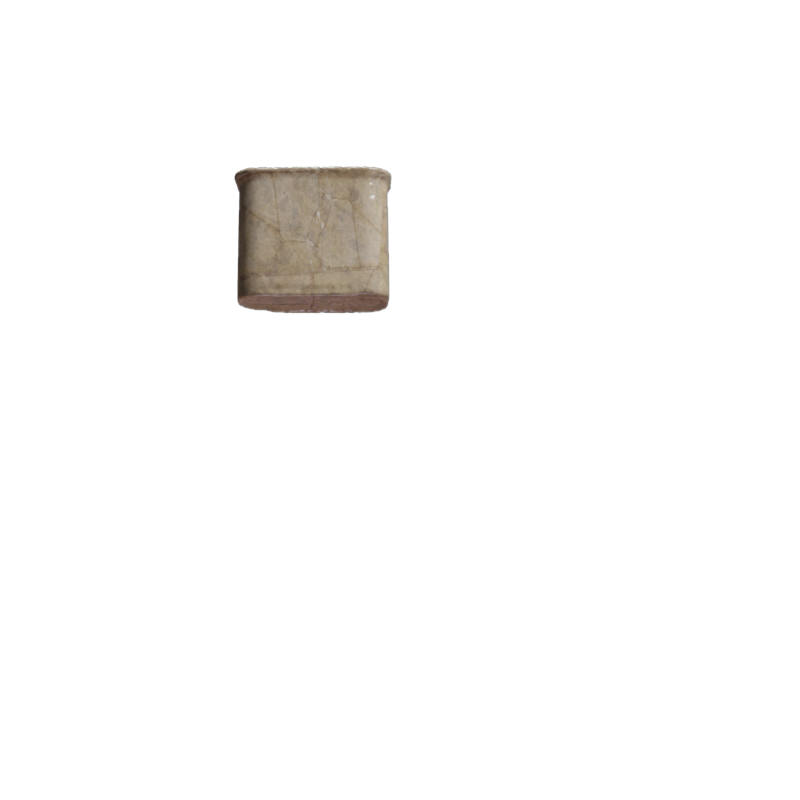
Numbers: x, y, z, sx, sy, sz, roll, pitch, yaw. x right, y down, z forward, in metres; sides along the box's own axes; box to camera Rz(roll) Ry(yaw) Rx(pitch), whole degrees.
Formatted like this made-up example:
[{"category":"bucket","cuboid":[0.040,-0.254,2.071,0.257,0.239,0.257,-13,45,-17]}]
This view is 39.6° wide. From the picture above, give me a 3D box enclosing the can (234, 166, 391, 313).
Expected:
[{"category":"can","cuboid":[-0.056,-0.102,0.715,0.102,0.087,0.055,-1,-13,0]}]
